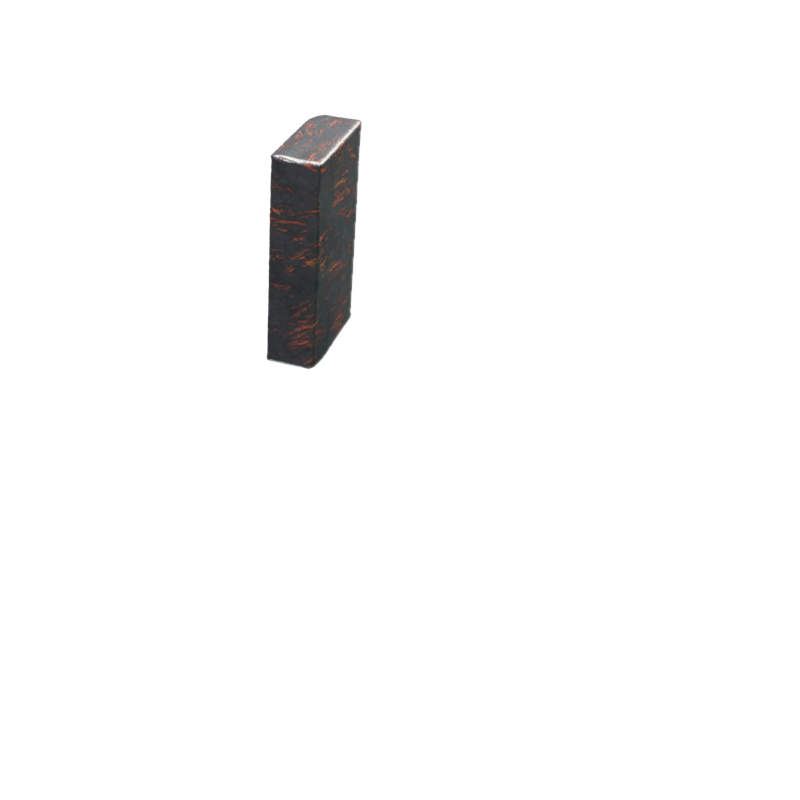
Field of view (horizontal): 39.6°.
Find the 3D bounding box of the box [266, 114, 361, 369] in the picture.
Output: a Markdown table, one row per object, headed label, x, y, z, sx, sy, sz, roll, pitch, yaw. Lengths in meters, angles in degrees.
| label | x | y | z | sx | sy | sz | roll | pitch | yaw |
| --- | --- | --- | --- | --- | --- | --- | --- | --- | --- |
| box | -0.067 | -0.122 | 0.852 | 0.049 | 0.166 | 0.096 | 10 | 31 | 14 |
